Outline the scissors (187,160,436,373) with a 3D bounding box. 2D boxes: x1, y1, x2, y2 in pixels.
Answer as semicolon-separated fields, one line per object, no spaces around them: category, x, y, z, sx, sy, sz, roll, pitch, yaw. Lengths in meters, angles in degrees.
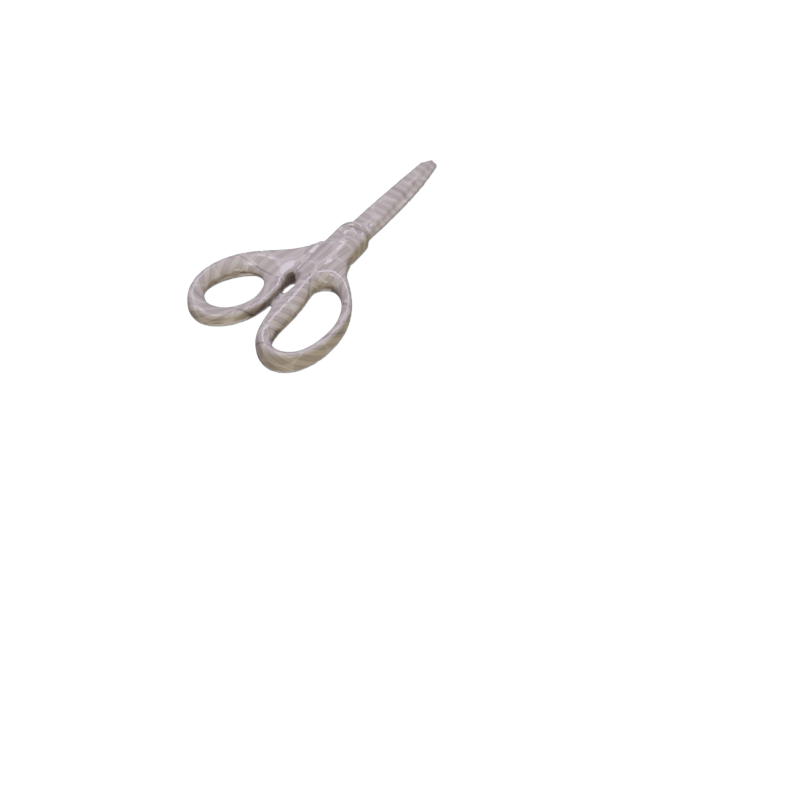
scissors;-0.049;-0.089;0.620;0.098;0.015;0.212;10;42;11
